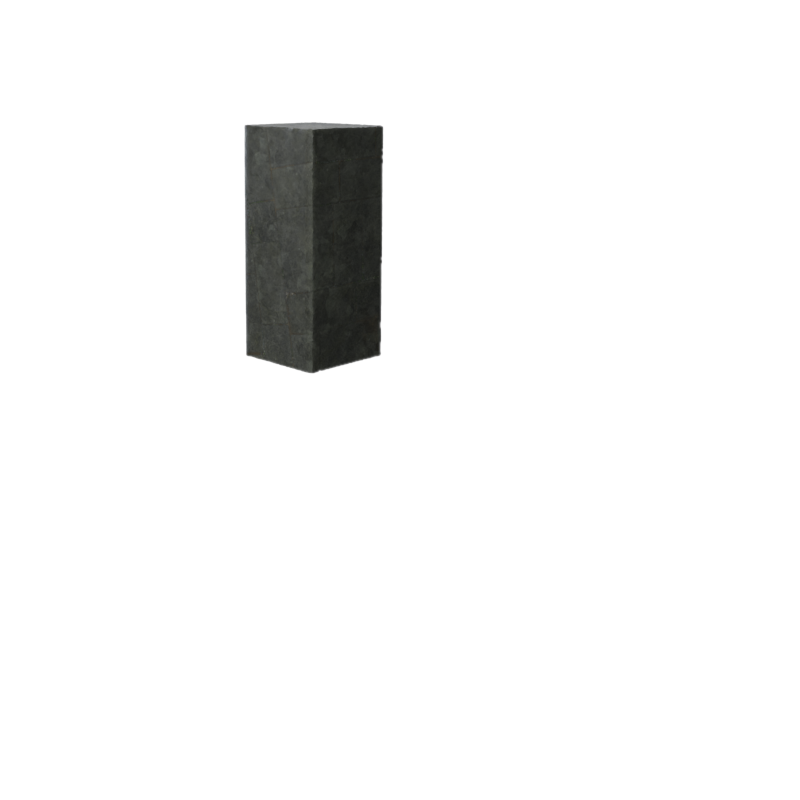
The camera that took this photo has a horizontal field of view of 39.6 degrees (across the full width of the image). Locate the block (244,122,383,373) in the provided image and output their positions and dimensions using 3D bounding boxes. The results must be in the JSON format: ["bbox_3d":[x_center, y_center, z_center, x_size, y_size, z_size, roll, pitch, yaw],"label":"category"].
[{"bbox_3d":[-0.077,-0.140,0.981,0.095,0.201,0.088,10,14,42],"label":"block"}]
